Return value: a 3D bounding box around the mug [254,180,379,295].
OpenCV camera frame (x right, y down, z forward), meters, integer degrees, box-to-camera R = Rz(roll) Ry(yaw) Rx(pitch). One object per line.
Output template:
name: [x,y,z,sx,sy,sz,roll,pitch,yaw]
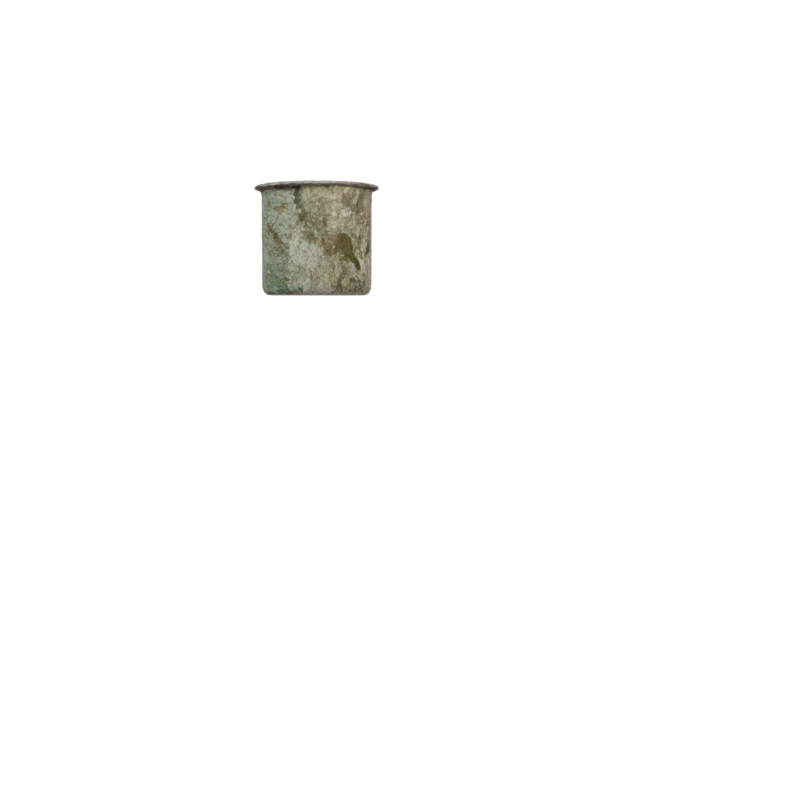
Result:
mug: [-0.066,-0.119,0.837,0.091,0.082,0.119,0,3,-15]
